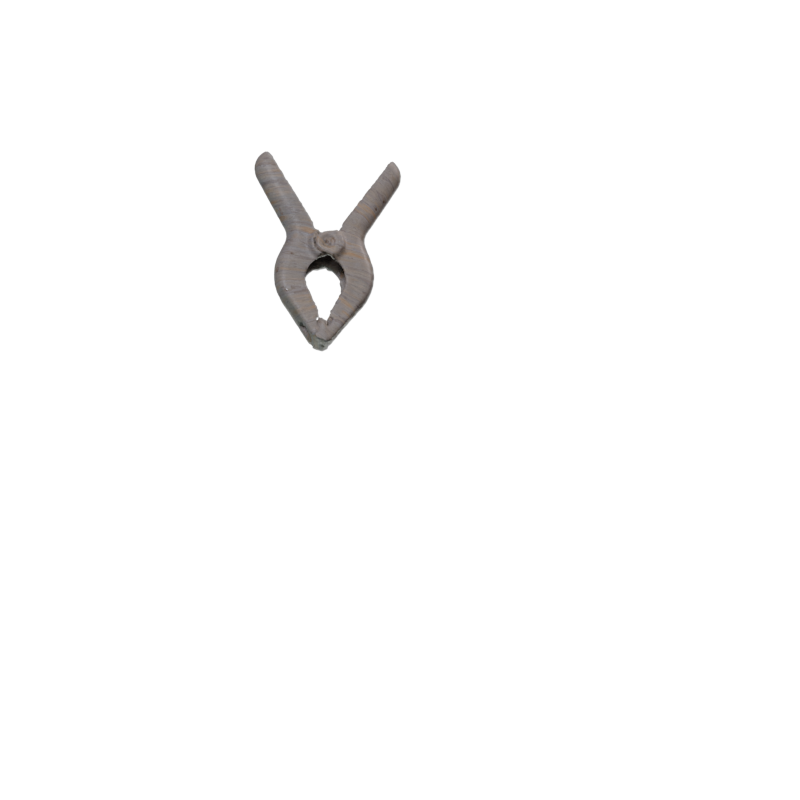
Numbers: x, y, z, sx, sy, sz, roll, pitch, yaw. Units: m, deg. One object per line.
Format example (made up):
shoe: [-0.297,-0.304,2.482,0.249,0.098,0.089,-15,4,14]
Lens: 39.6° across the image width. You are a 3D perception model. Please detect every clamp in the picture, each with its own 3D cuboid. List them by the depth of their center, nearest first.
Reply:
clamp: [-0.070,-0.127,0.891,0.121,0.180,0.037,8,-26,4]
